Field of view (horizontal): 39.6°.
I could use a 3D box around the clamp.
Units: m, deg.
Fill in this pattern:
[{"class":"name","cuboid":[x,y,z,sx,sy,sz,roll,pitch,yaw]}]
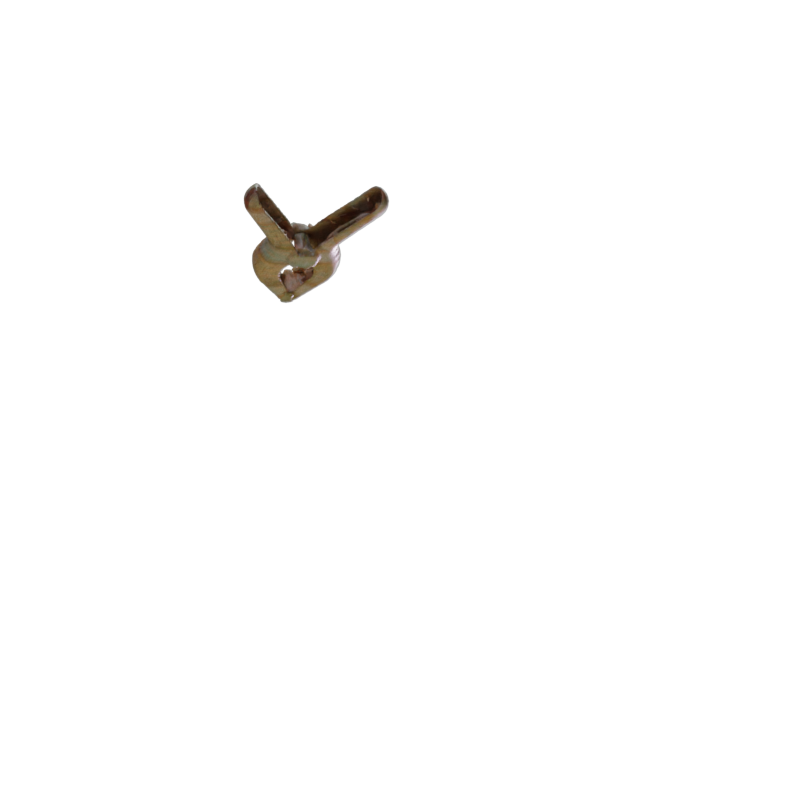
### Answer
[{"class":"clamp","cuboid":[-0.076,-0.138,0.967,0.119,0.041,0.163,2,-23,-5]}]
